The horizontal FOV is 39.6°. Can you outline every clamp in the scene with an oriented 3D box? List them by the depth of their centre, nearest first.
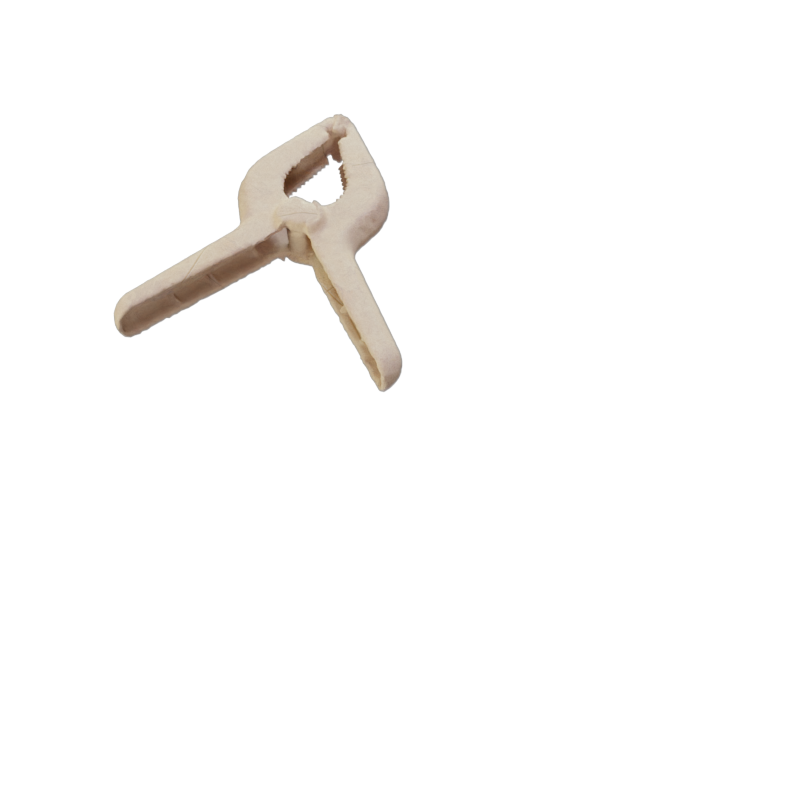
[{"bbox_3d":[-0.052,-0.095,0.667,0.169,0.219,0.034,16,-39,13],"label":"clamp"}]
